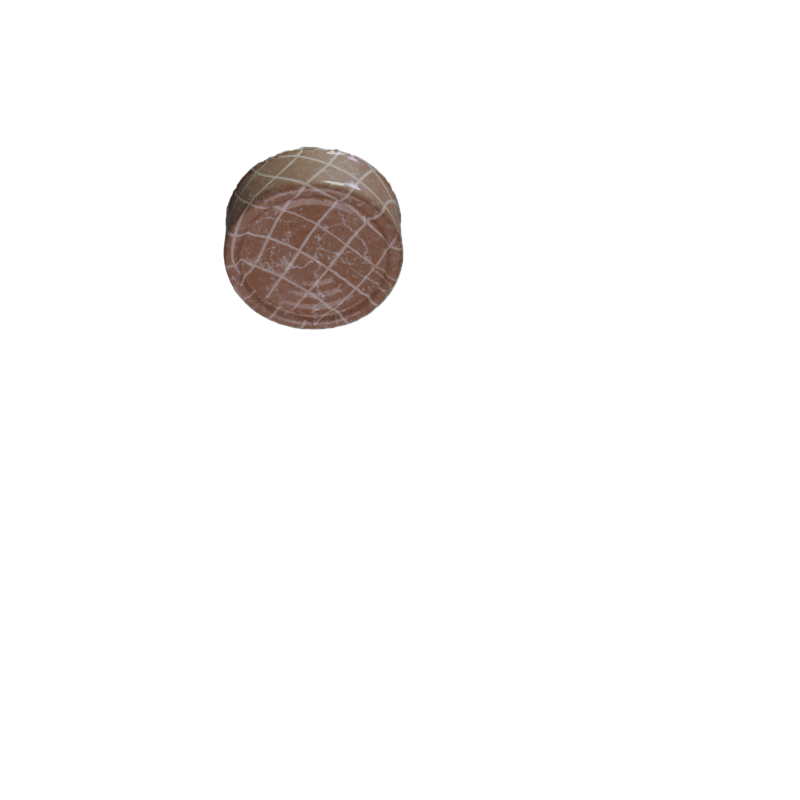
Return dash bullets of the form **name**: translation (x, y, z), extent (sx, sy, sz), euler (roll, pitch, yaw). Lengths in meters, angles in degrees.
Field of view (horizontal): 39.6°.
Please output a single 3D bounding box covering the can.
- **can**: translation (-0.041, -0.075, 0.529), extent (0.086, 0.080, 0.036), euler (1, 38, -1)
